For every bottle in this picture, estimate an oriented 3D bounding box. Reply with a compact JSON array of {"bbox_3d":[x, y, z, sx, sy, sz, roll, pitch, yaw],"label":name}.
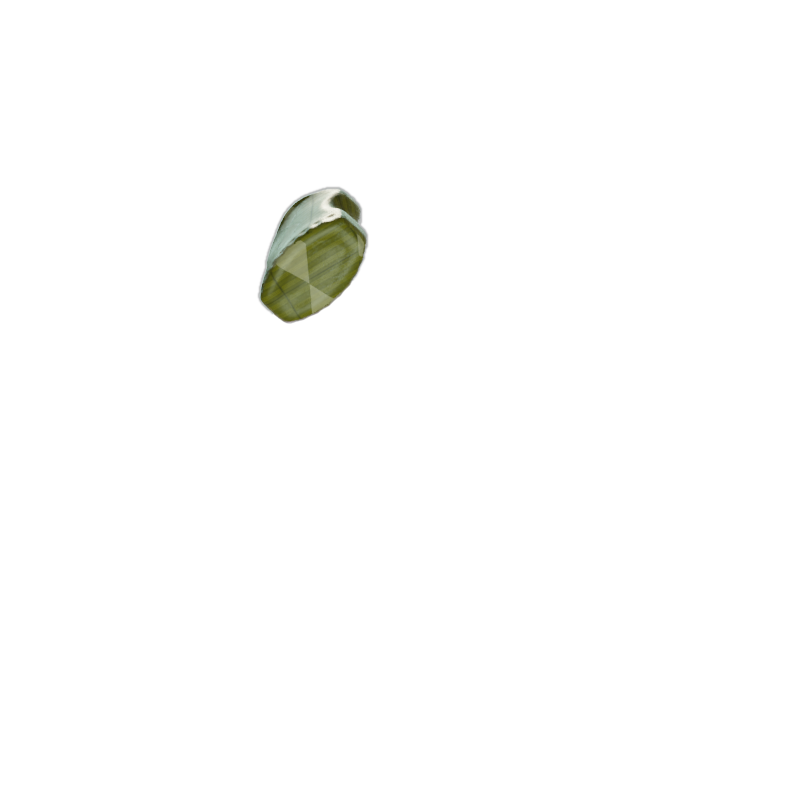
[{"bbox_3d":[-0.074,-0.135,0.949,0.056,0.095,0.200,40,14,-17],"label":"bottle"}]
